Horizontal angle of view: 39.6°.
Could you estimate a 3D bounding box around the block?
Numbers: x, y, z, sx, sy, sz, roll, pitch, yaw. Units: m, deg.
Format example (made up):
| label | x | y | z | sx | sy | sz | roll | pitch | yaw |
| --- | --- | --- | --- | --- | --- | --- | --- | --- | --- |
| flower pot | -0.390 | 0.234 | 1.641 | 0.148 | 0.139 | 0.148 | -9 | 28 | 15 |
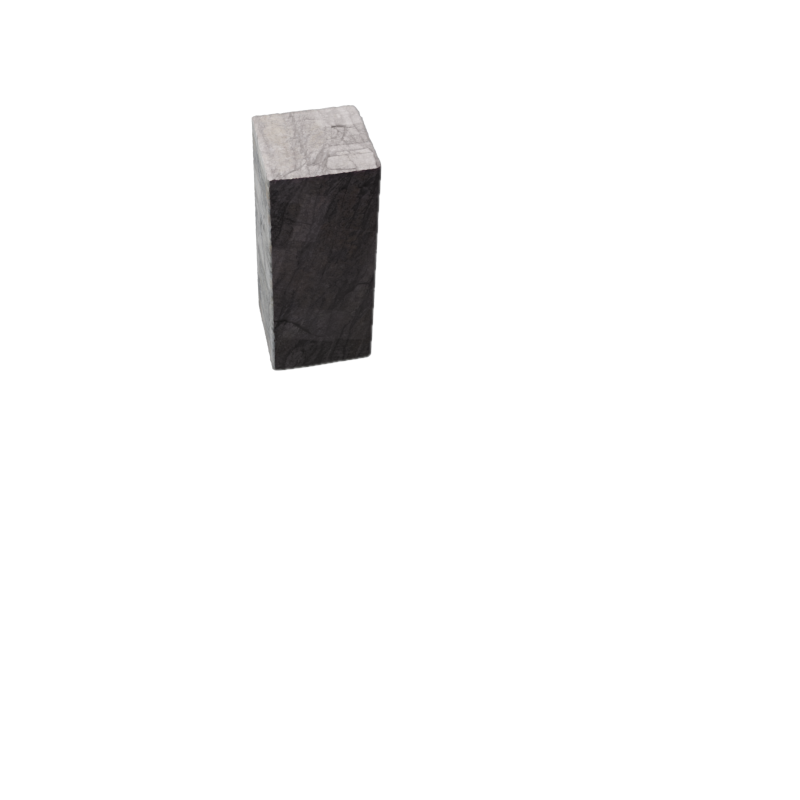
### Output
| label | x | y | z | sx | sy | sz | roll | pitch | yaw |
| --- | --- | --- | --- | --- | --- | --- | --- | --- | --- |
| block | -0.072 | -0.133 | 0.930 | 0.089 | 0.192 | 0.098 | -7 | 44 | -11 |
